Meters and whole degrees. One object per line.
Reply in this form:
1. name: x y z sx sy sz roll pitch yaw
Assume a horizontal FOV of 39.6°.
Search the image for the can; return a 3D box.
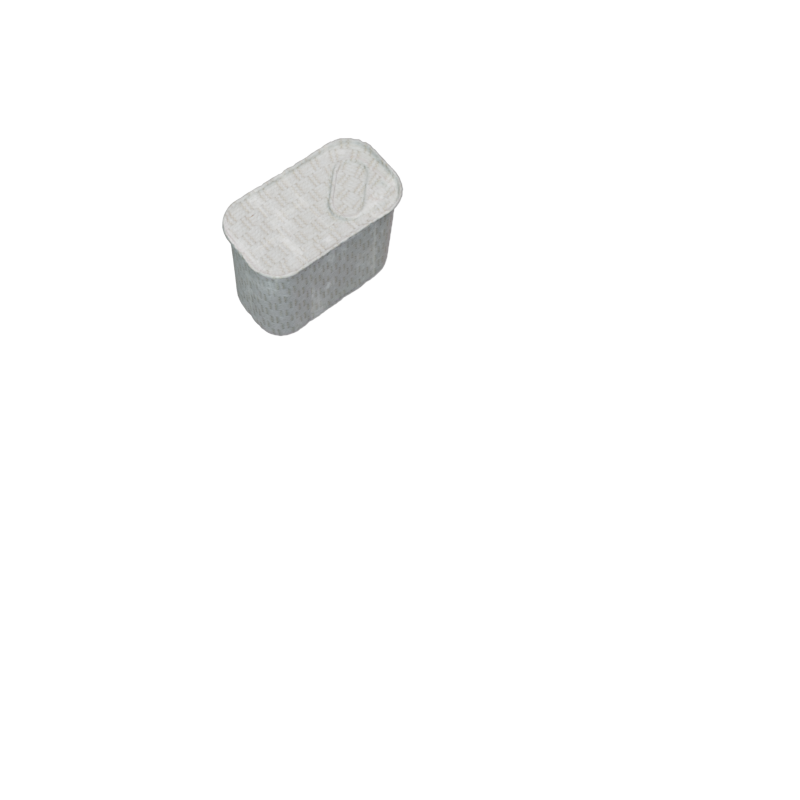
1. can: -0.051 -0.093 0.652 0.102 0.061 0.079 -36 -18 -17
